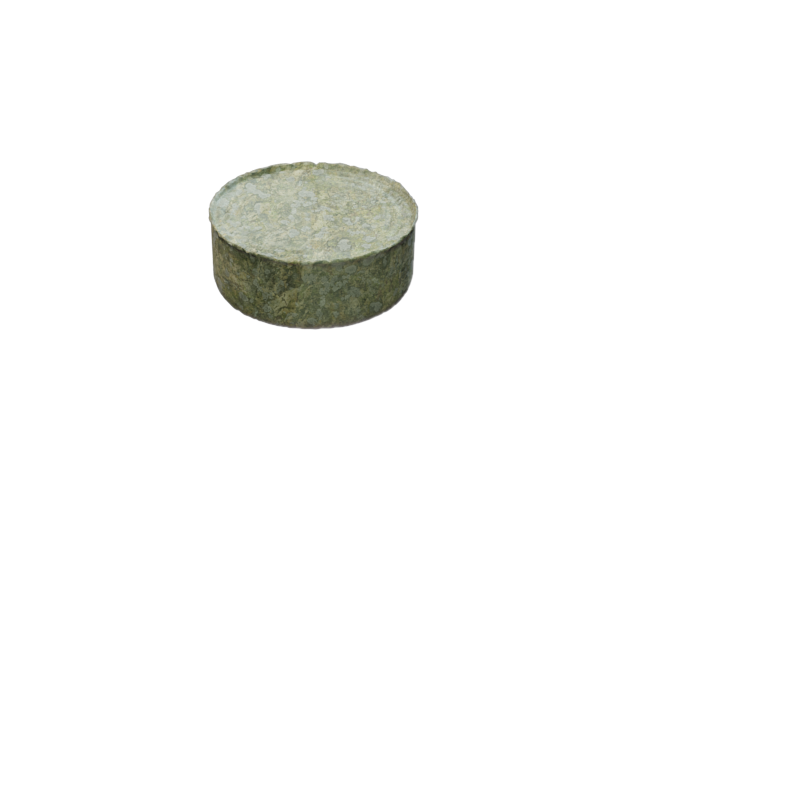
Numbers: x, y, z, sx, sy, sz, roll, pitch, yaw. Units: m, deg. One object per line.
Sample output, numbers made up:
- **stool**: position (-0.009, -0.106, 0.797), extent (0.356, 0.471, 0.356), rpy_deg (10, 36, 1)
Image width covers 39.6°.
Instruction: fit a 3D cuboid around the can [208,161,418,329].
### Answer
- **can**: position (-0.036, -0.066, 0.462), extent (0.086, 0.031, 0.092), rpy_deg (-1, 36, -2)
